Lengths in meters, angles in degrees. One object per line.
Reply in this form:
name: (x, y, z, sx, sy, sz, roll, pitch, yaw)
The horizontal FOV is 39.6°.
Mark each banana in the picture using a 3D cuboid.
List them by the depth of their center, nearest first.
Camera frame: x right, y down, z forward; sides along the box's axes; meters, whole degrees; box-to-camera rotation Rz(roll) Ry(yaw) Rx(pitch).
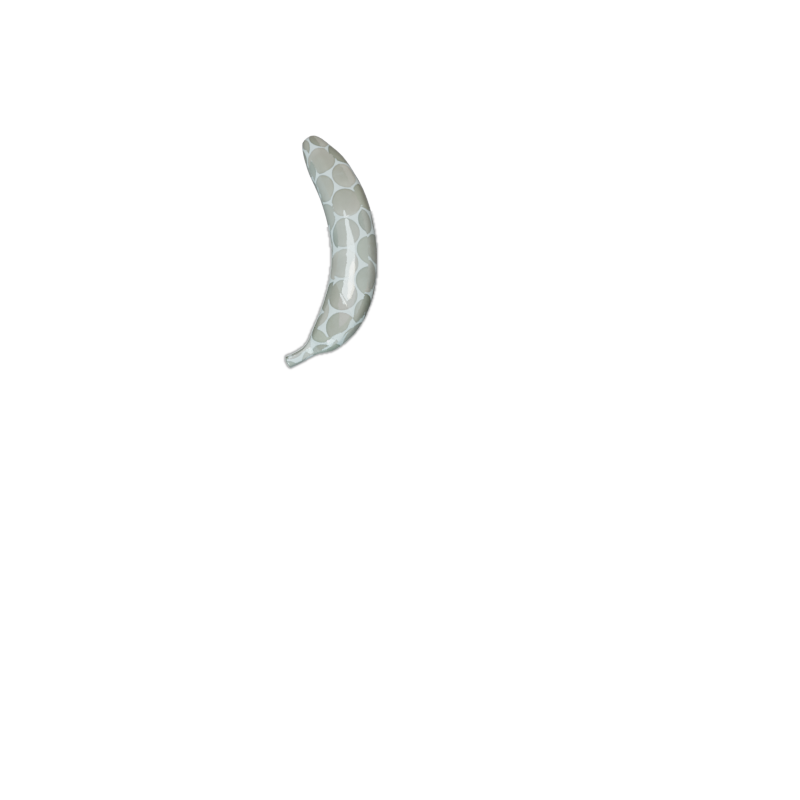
banana: (-0.052, -0.123, 0.898, 0.070, 0.206, 0.035, 3, -18, 0)
